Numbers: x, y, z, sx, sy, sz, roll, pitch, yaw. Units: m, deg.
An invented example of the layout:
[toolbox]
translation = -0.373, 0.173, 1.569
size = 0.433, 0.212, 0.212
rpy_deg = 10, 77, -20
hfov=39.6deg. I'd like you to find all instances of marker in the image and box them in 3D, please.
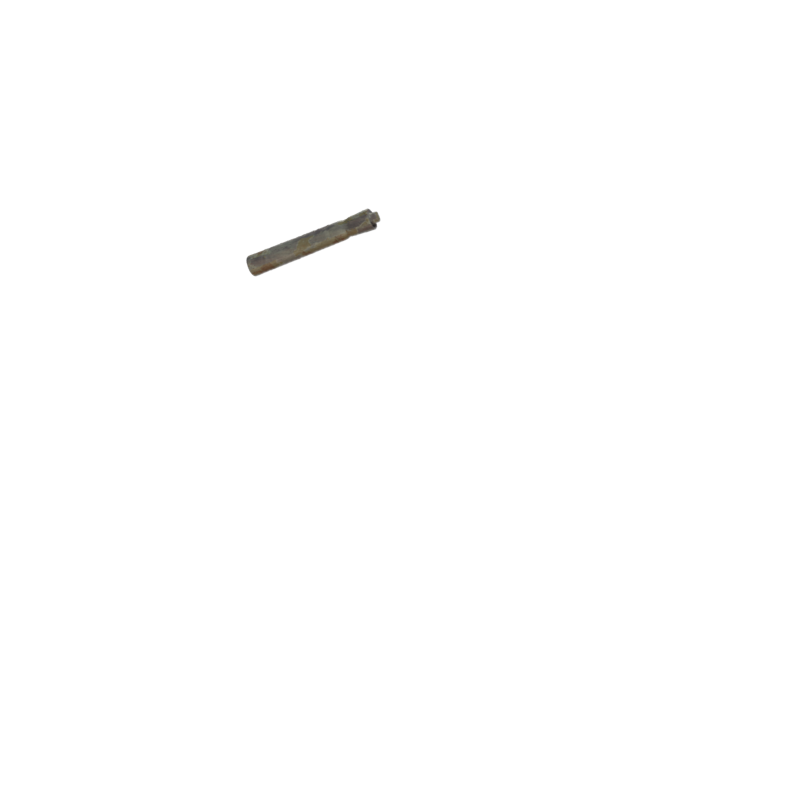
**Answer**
[marker]
translation = -0.073, -0.132, 0.927
size = 0.122, 0.020, 0.019
rpy_deg = -19, -2, 20
